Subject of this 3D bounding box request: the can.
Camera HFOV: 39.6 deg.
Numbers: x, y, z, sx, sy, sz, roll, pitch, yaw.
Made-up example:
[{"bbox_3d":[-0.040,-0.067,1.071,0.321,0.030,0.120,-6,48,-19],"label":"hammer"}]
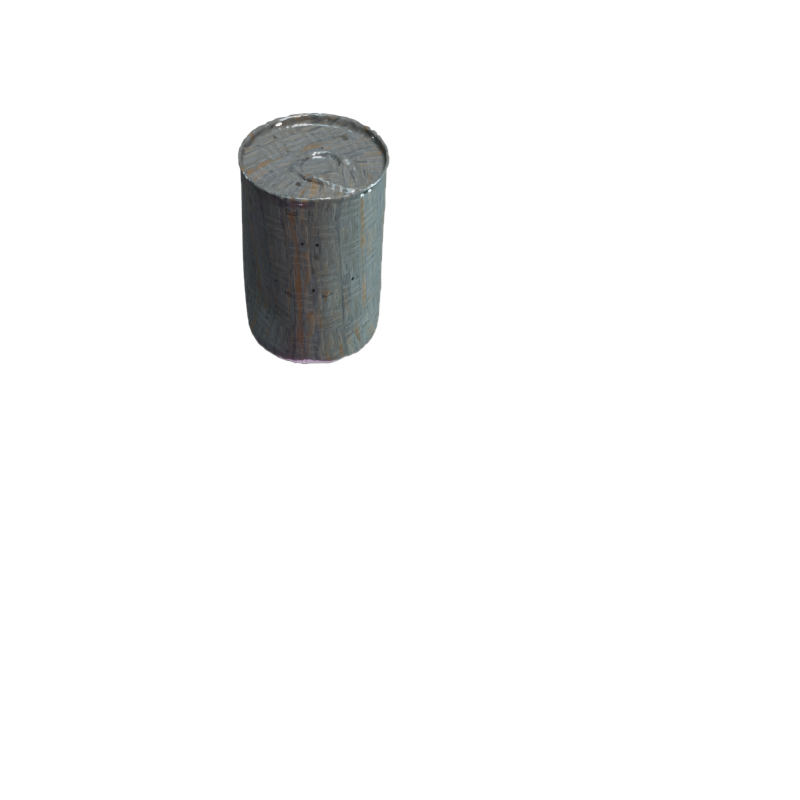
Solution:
[{"bbox_3d":[-0.041,-0.075,0.527,0.068,0.095,0.074,0,43,-3],"label":"can"}]
